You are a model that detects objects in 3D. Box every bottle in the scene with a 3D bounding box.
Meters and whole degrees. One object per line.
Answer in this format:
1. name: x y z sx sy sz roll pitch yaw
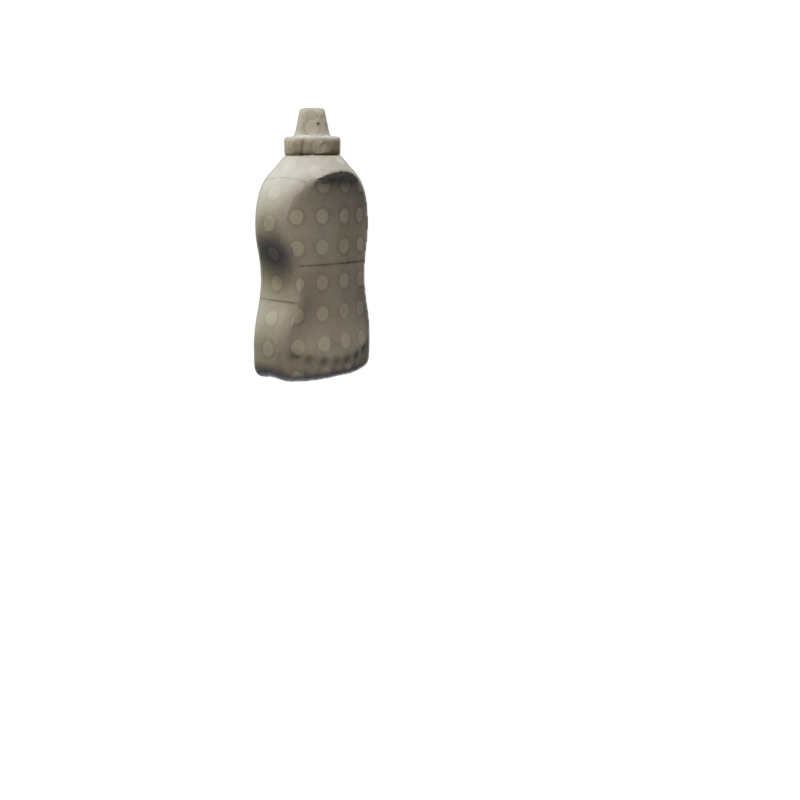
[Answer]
1. bottle: -0.063 -0.115 0.803 0.061 0.189 0.093 5 8 42
